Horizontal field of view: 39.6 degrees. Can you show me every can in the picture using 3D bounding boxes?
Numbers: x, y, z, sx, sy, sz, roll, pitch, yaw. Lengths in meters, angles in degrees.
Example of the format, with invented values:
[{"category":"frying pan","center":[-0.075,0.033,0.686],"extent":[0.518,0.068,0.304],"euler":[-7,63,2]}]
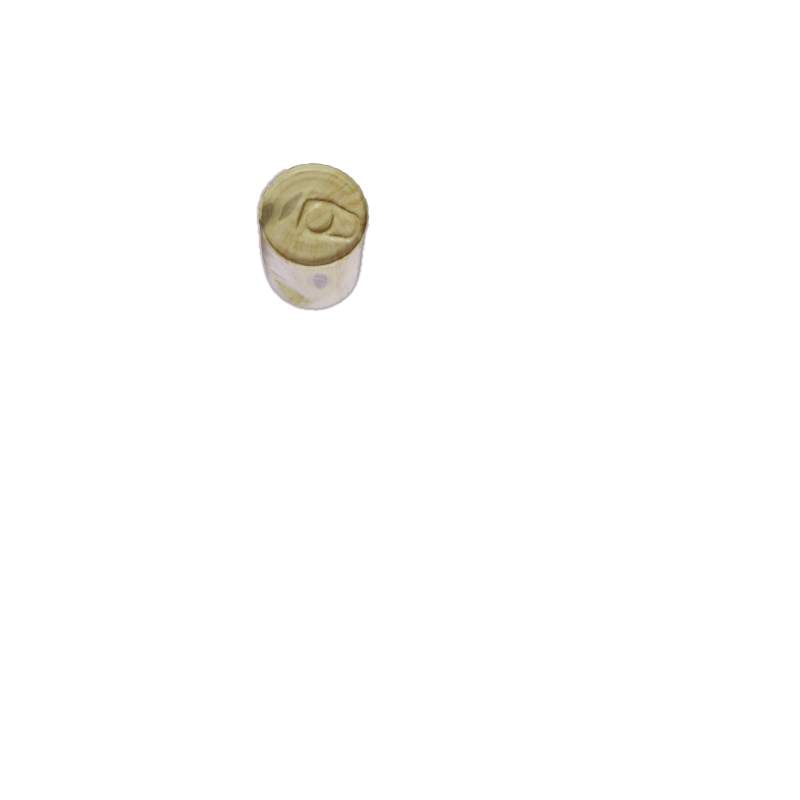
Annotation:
[{"category":"can","center":[-0.057,-0.103,0.722],"extent":[0.068,0.071,0.099],"euler":[0,-14,-3]}]
